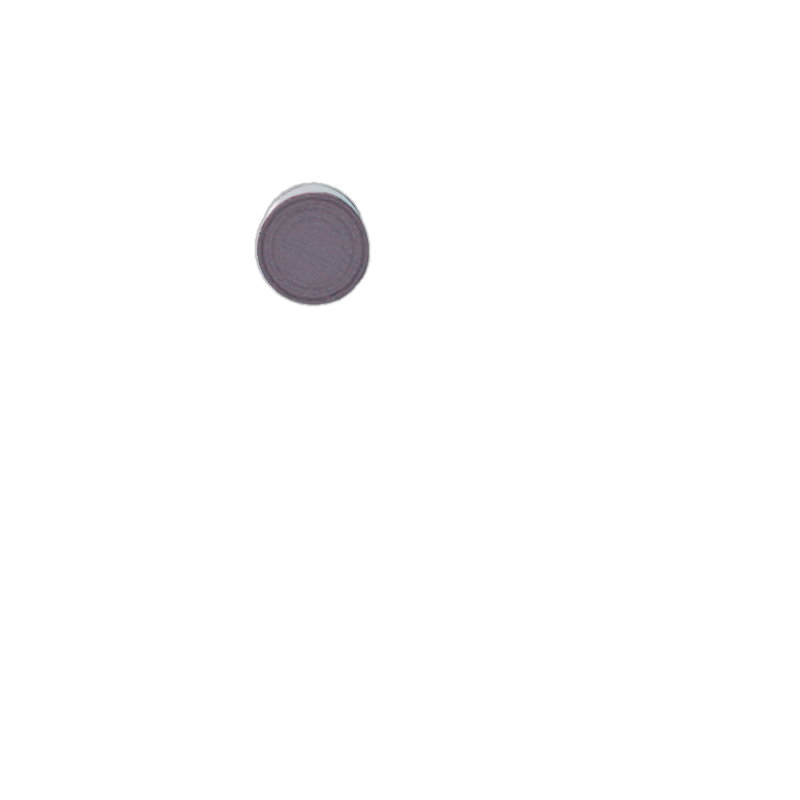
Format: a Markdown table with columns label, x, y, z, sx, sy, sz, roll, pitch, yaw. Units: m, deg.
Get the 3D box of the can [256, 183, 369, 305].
| label | x | y | z | sx | sy | sz | roll | pitch | yaw |
| --- | --- | --- | --- | --- | --- | --- | --- | --- | --- |
| can | -0.054 | -0.098 | 0.688 | 0.068 | 0.067 | 0.105 | 0 | 11 | -3 |
